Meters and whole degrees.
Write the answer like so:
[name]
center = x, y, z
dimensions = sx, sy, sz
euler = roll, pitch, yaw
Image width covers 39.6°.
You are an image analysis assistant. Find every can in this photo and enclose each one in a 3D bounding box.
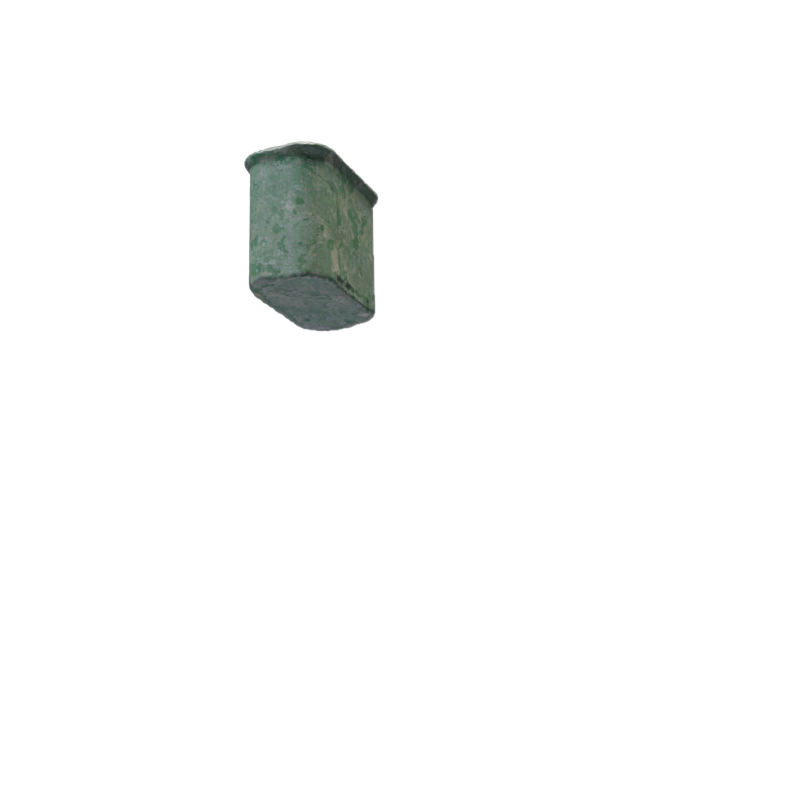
[can]
center = -0.053, -0.096, 0.673
dimensions = 0.058, 0.088, 0.095
euler = -9, -20, 21
